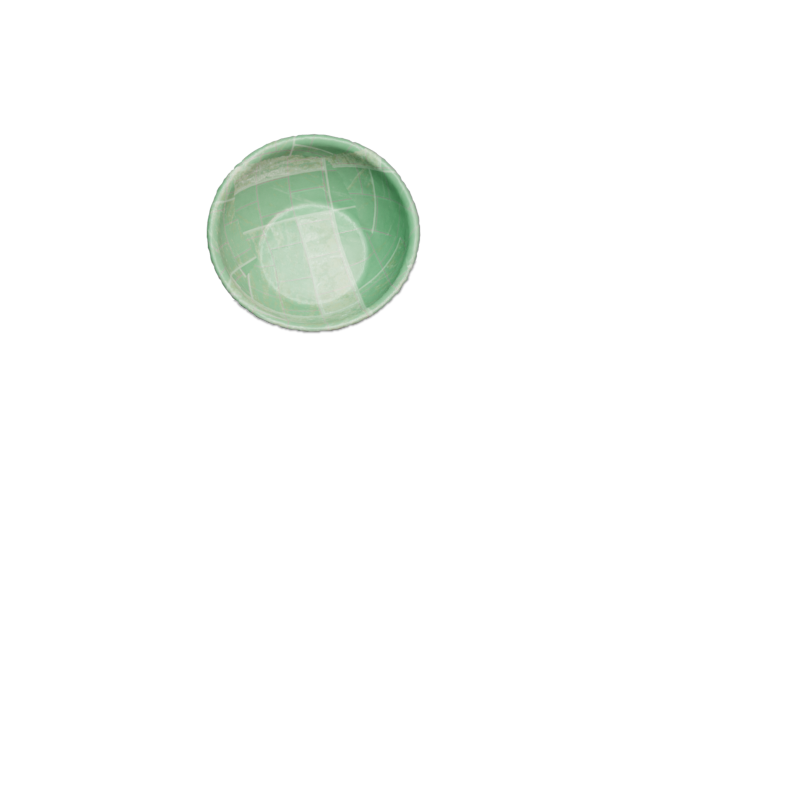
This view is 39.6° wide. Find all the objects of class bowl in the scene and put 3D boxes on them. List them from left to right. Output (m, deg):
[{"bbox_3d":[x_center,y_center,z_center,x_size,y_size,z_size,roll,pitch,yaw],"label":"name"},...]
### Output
[{"bbox_3d":[-0.068,-0.123,0.863,0.162,0.170,0.053,-1,-20,-1],"label":"bowl"}]
